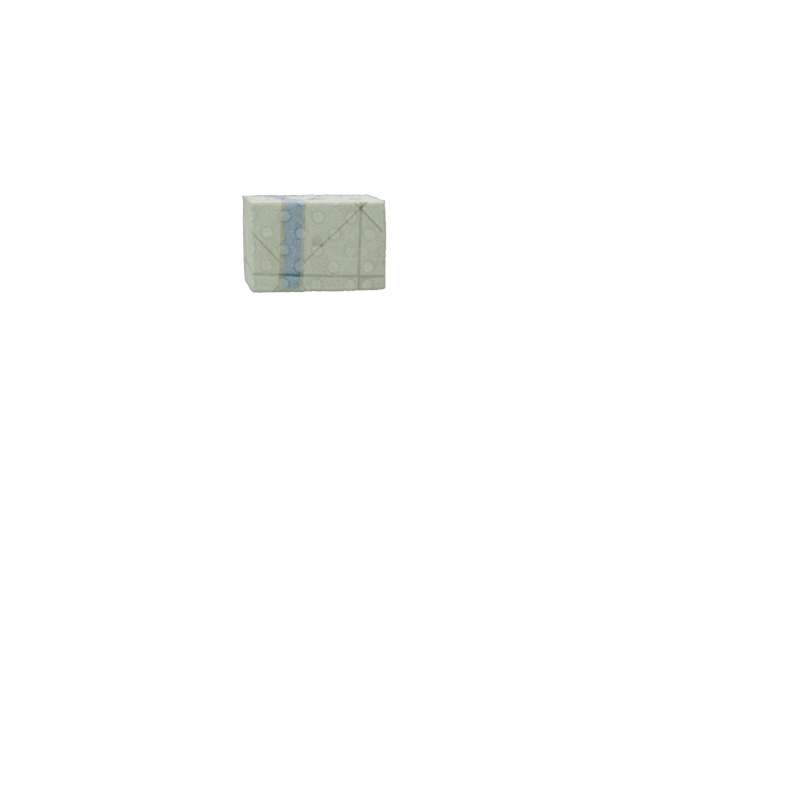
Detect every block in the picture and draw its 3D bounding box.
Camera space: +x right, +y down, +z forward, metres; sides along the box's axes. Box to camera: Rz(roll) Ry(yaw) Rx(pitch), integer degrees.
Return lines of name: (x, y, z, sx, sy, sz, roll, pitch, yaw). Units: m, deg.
block: (-0.050, -0.090, 0.633, 0.077, 0.050, 0.054, -2, 10, -10)
